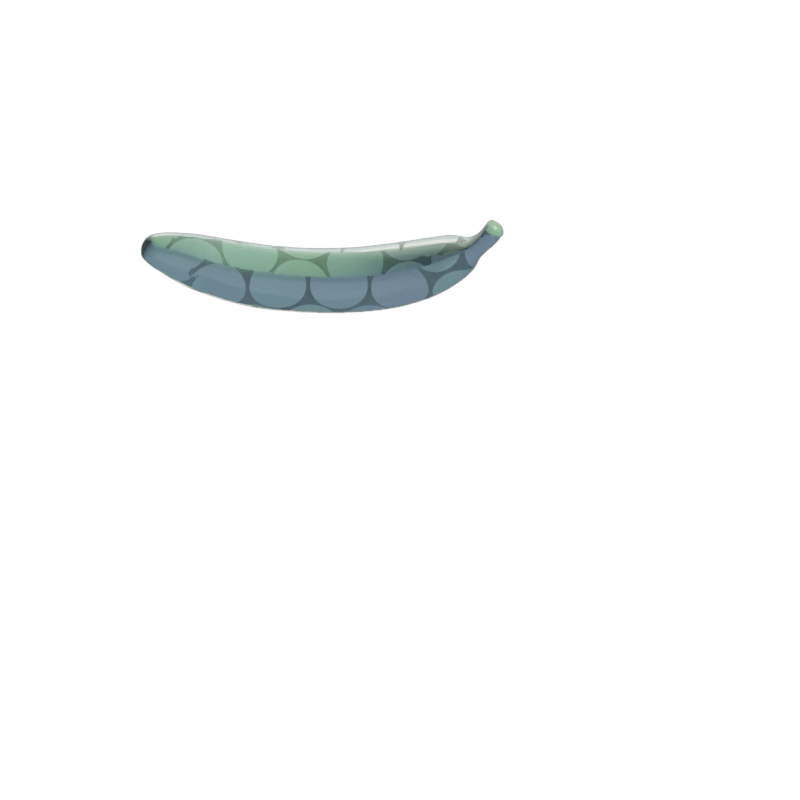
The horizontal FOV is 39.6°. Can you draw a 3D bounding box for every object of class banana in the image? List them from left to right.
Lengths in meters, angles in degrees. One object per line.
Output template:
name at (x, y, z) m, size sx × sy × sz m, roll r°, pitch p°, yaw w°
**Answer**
banana at (-0.043, -0.077, 0.627) m, size 0.199 × 0.039 × 0.064 m, roll -3°, pitch -40°, yaw 4°
